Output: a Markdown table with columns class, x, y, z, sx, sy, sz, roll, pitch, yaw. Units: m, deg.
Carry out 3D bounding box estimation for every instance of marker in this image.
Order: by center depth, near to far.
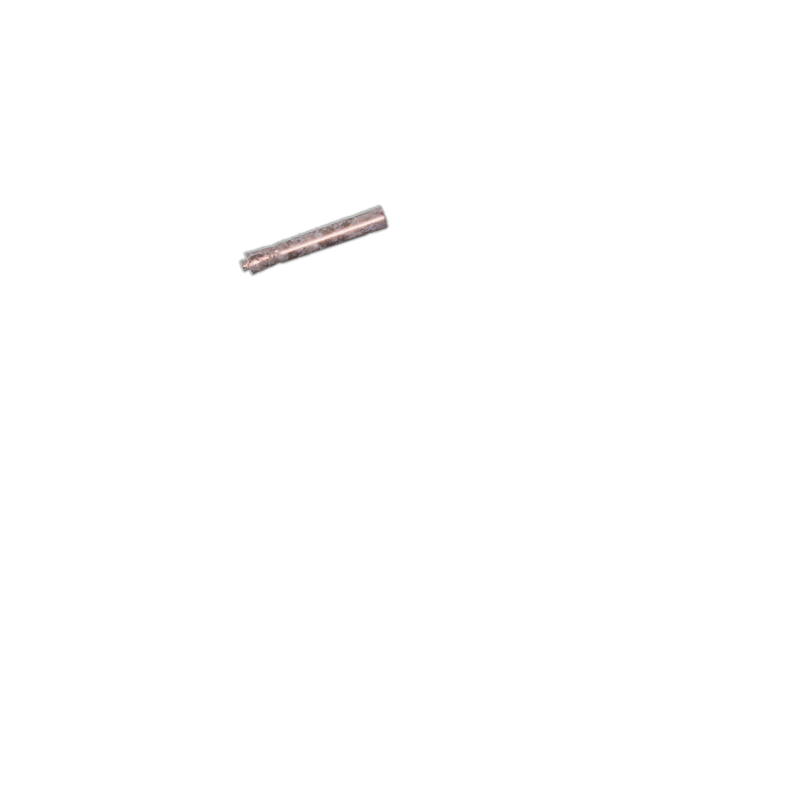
| class | x | y | z | sx | sy | sz | roll | pitch | yaw |
| --- | --- | --- | --- | --- | --- | --- | --- | --- | --- |
| marker | -0.069 | -0.127 | 0.887 | 0.121 | 0.020 | 0.020 | -19 | 5 | -2 |
